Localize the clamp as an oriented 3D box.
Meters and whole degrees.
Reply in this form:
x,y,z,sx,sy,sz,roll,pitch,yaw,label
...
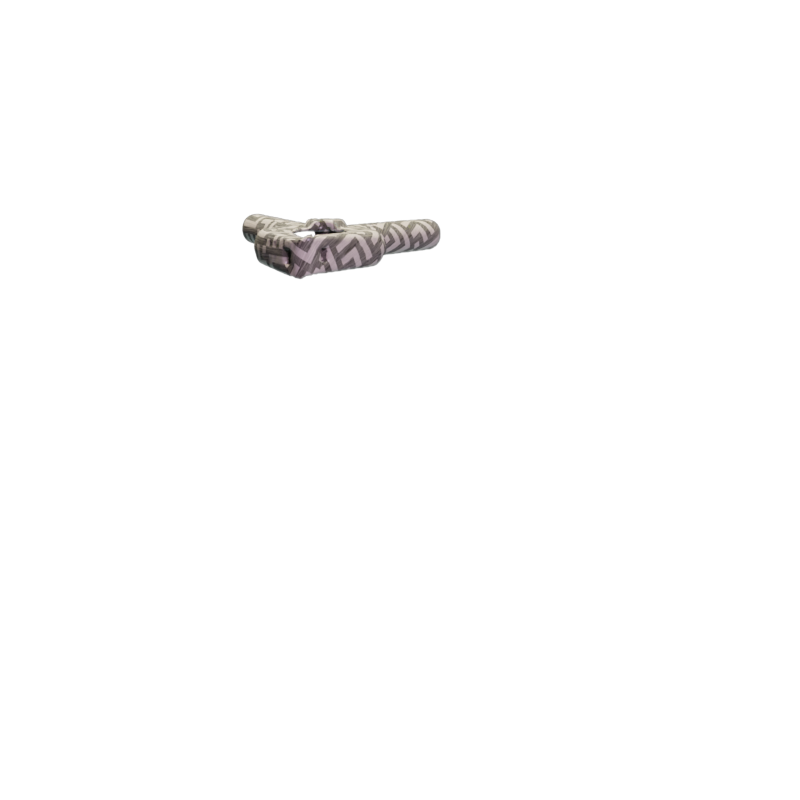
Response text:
x,y,z,sx,sy,sz,roll,pitch,yaw,label
-0.066,-0.120,0.841,0.168,0.035,0.211,3,14,13,clamp
